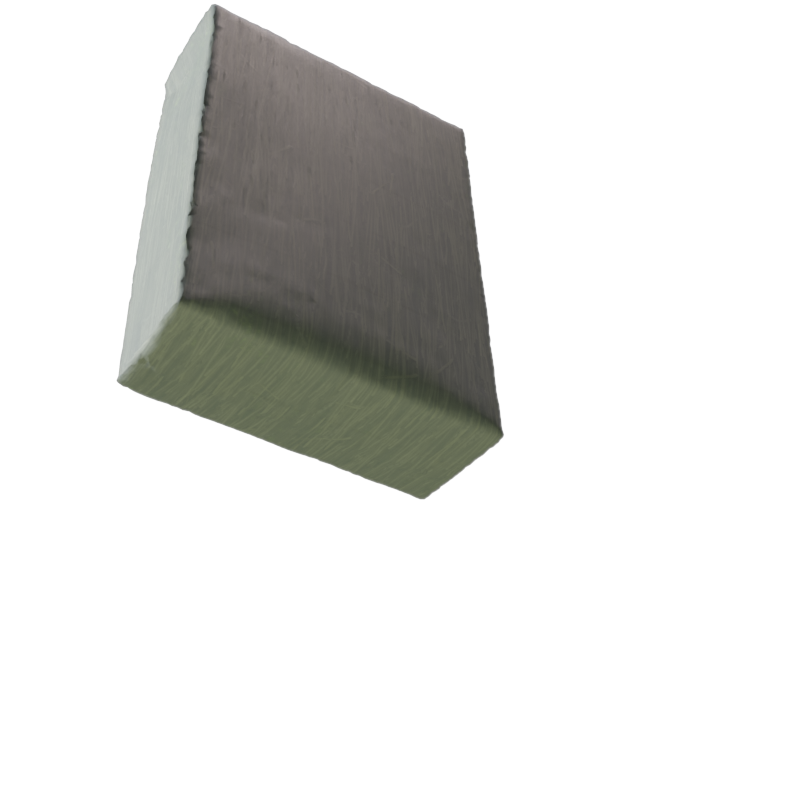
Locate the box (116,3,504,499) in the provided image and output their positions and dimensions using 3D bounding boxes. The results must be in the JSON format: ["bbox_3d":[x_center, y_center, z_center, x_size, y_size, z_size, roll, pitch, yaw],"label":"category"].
[{"bbox_3d":[-0.043,-0.078,0.547,0.157,0.230,0.070,21,-47,-25],"label":"box"}]
